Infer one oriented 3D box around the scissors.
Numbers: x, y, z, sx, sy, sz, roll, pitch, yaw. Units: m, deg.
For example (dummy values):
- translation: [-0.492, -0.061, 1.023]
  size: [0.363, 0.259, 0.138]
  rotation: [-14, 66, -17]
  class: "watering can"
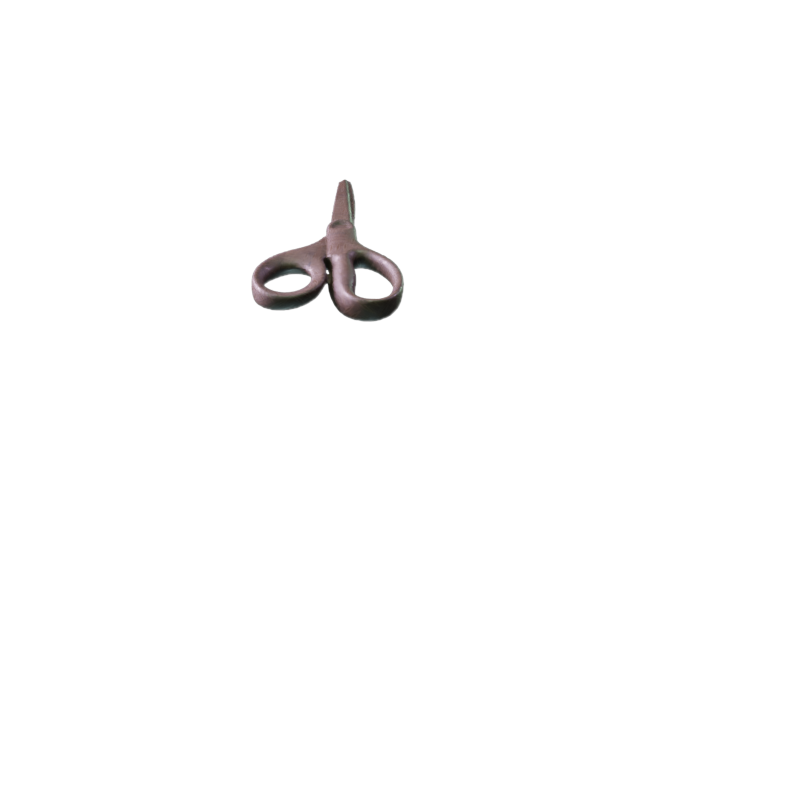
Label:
- translation: [-0.054, -0.099, 0.695]
  size: [0.095, 0.015, 0.216]
  rotation: [-7, 31, -13]
  class: "scissors"
